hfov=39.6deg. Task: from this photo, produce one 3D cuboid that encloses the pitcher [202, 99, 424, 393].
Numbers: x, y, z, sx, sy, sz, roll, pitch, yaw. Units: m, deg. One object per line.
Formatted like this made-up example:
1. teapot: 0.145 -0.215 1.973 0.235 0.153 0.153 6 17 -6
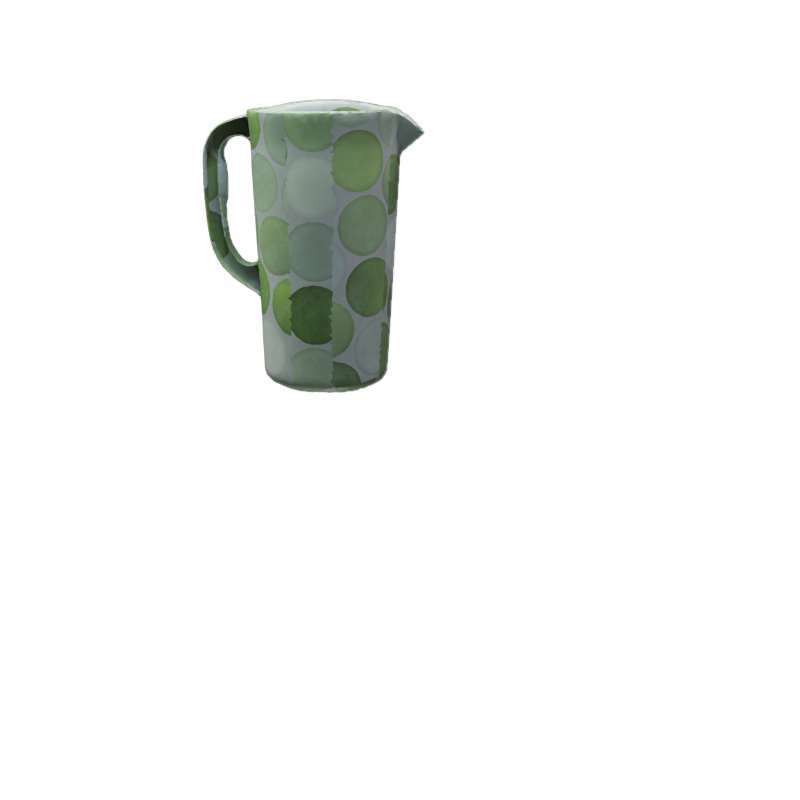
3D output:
1. pitcher: -0.075 -0.136 0.954 0.141 0.237 0.157 -9 15 -39
